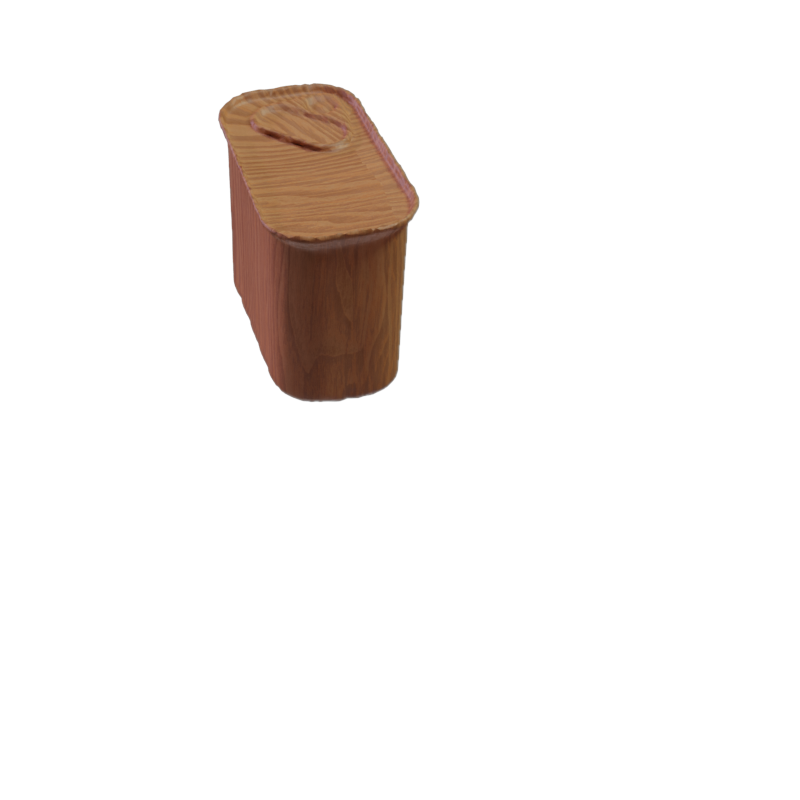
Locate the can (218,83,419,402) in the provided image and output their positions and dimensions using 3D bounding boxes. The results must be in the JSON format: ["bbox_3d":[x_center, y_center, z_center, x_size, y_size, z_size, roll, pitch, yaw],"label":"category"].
[{"bbox_3d":[-0.034,-0.062,0.434,0.057,0.078,0.110,-11,43,-15],"label":"can"}]
